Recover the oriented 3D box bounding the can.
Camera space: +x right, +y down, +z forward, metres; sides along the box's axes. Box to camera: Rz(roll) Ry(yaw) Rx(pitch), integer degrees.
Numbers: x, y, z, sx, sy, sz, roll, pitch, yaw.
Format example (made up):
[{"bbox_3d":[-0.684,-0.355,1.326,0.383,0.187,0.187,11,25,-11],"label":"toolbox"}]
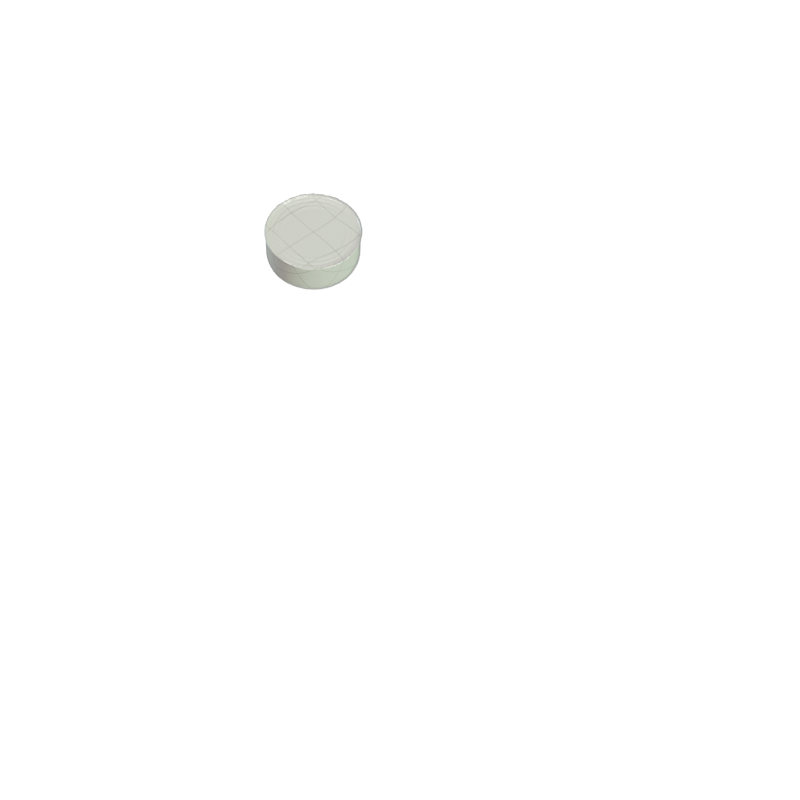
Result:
[{"bbox_3d":[-0.077,-0.140,0.983,0.086,0.092,0.031,-1,-36,-1],"label":"can"}]
